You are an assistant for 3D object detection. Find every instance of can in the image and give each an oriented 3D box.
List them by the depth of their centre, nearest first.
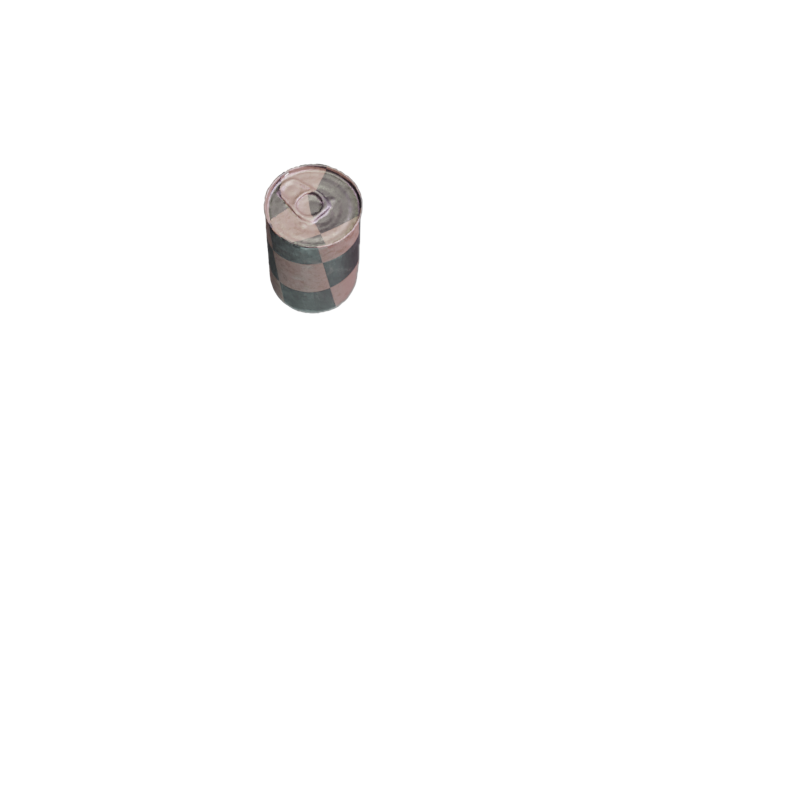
[{"bbox_3d":[-0.063,-0.114,0.800,0.068,0.073,0.096,0,-26,-3],"label":"can"}]
